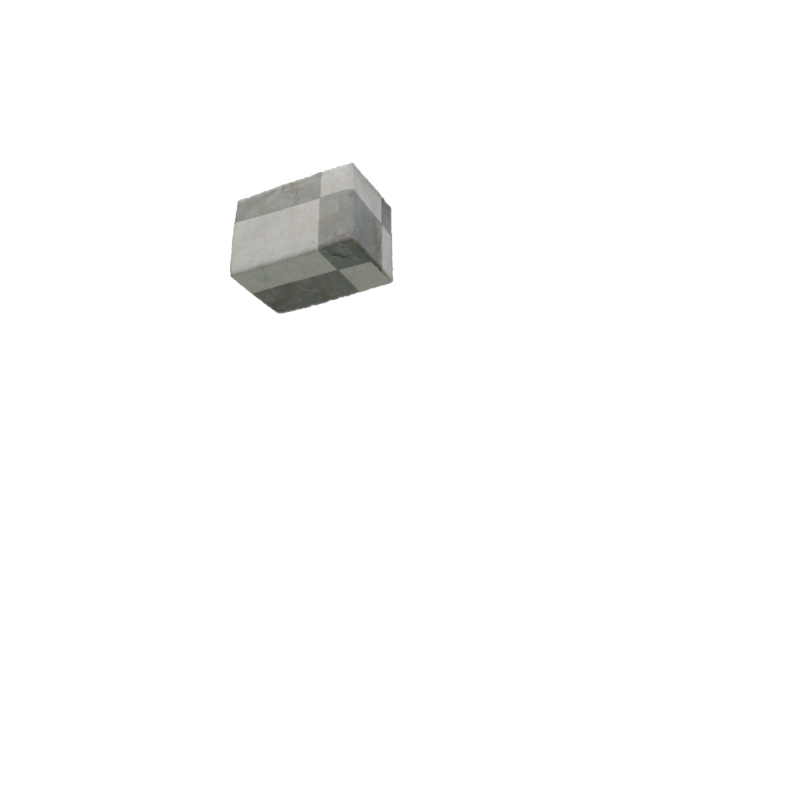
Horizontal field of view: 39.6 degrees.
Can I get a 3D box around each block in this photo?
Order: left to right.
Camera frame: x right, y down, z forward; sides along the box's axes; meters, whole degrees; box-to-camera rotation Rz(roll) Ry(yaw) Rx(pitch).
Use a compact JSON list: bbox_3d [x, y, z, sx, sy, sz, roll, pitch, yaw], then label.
[{"bbox_3d":[-0.049,-0.089,0.626,0.079,0.055,0.049,-14,-32,23],"label":"block"}]
